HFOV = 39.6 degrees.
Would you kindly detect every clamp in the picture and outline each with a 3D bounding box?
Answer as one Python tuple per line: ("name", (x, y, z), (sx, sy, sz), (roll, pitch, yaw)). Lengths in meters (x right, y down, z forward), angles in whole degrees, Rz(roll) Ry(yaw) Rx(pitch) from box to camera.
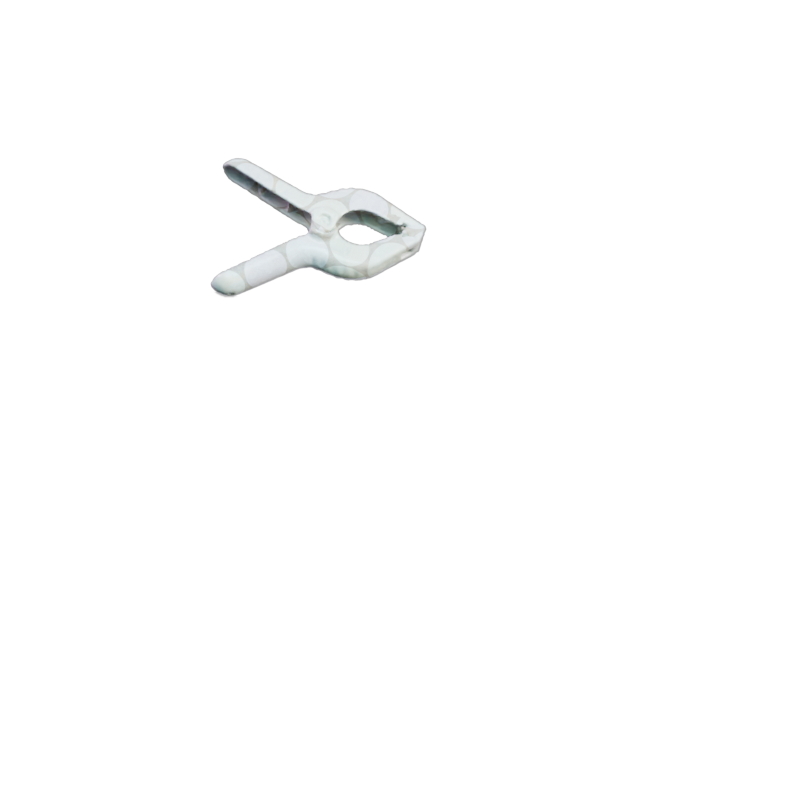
("clamp", (-0.069, -0.125, 0.878), (0.173, 0.125, 0.037), (10, -21, 4))
